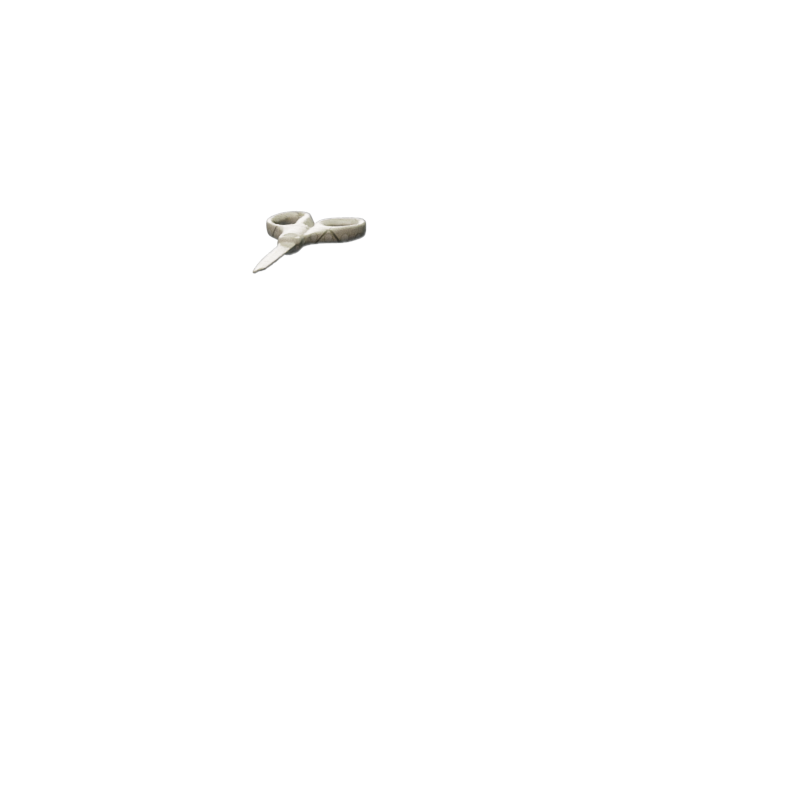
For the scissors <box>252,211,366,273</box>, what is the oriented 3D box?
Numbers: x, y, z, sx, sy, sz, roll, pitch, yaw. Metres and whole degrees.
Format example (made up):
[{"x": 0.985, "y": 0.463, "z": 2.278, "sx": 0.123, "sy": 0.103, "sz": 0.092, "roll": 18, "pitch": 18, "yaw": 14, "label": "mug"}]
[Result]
[{"x": -0.071, "y": -0.129, "z": 0.906, "sx": 0.096, "sy": 0.015, "sz": 0.211, "roll": -2, "pitch": 20, "yaw": -5, "label": "scissors"}]
